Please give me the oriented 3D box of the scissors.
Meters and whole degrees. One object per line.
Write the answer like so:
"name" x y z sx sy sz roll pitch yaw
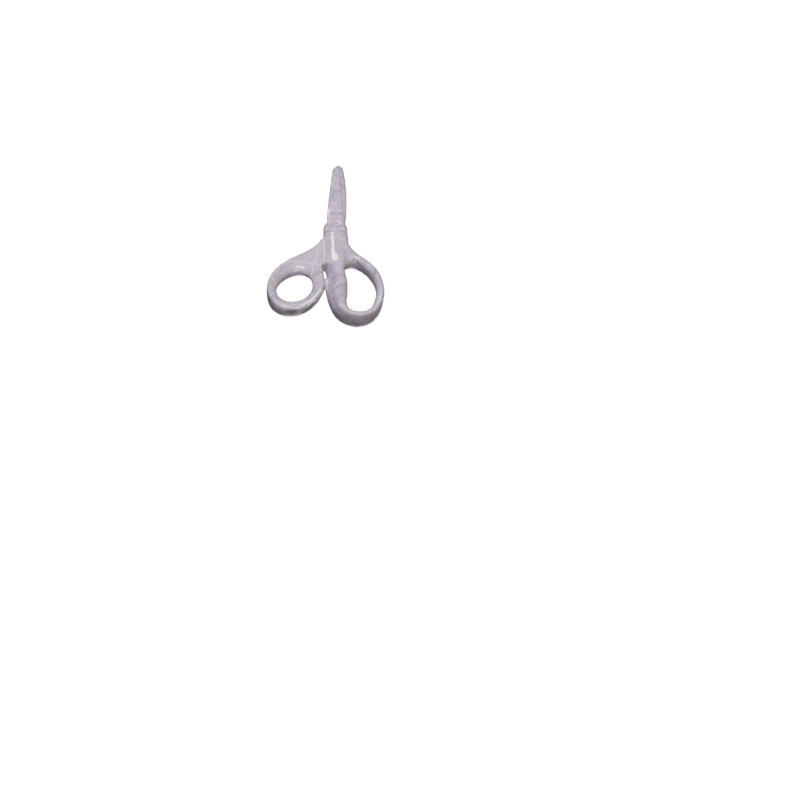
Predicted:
"scissors" -0.069 -0.125 0.877 0.095 0.015 0.218 -10 43 -11
